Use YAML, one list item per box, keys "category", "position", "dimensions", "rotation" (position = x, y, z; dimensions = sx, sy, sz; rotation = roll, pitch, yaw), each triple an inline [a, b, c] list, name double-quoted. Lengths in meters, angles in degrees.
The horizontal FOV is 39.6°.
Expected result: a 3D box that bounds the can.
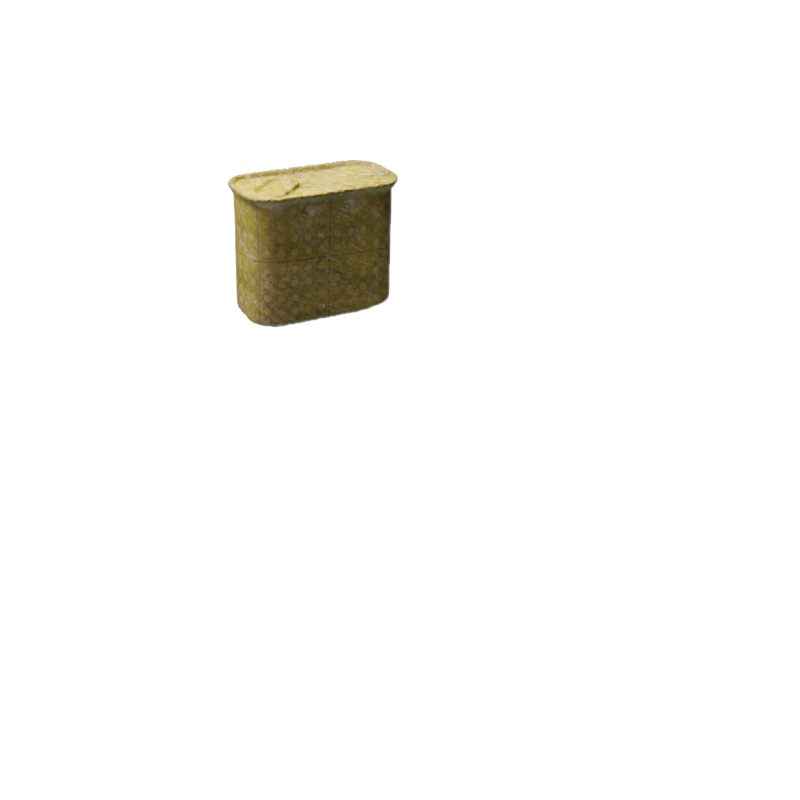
- category: "can"
  position: [-0.054, -0.099, 0.694]
  dimensions: [0.100, 0.080, 0.061]
  rotation: [-11, 26, -25]
